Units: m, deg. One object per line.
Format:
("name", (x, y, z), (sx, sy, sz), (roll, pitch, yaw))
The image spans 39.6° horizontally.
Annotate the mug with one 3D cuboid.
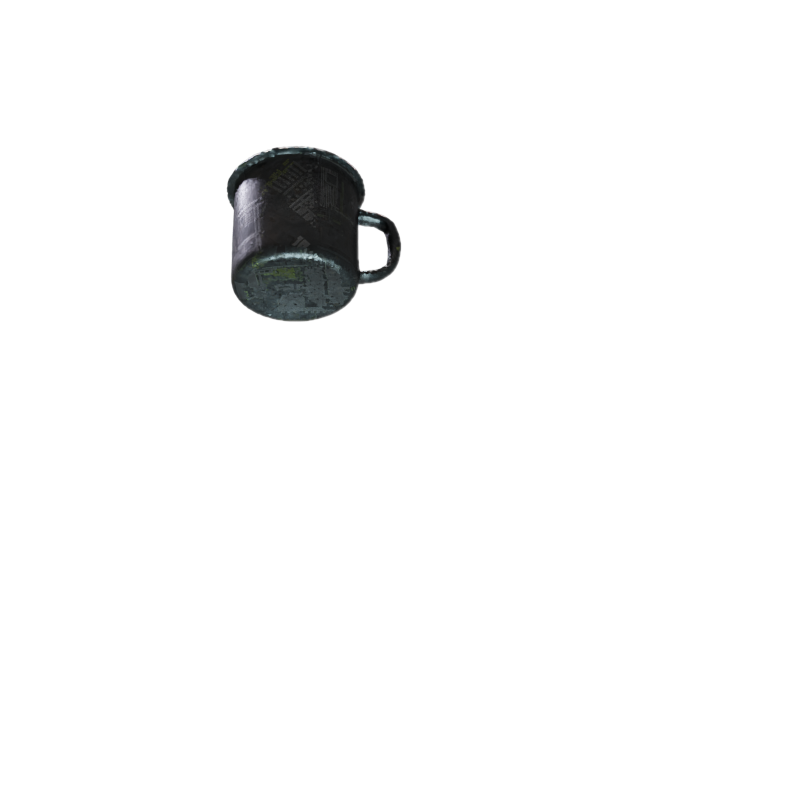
("mug", (-0.057, -0.103, 0.724), (0.115, 0.087, 0.089), (8, -34, -13))
